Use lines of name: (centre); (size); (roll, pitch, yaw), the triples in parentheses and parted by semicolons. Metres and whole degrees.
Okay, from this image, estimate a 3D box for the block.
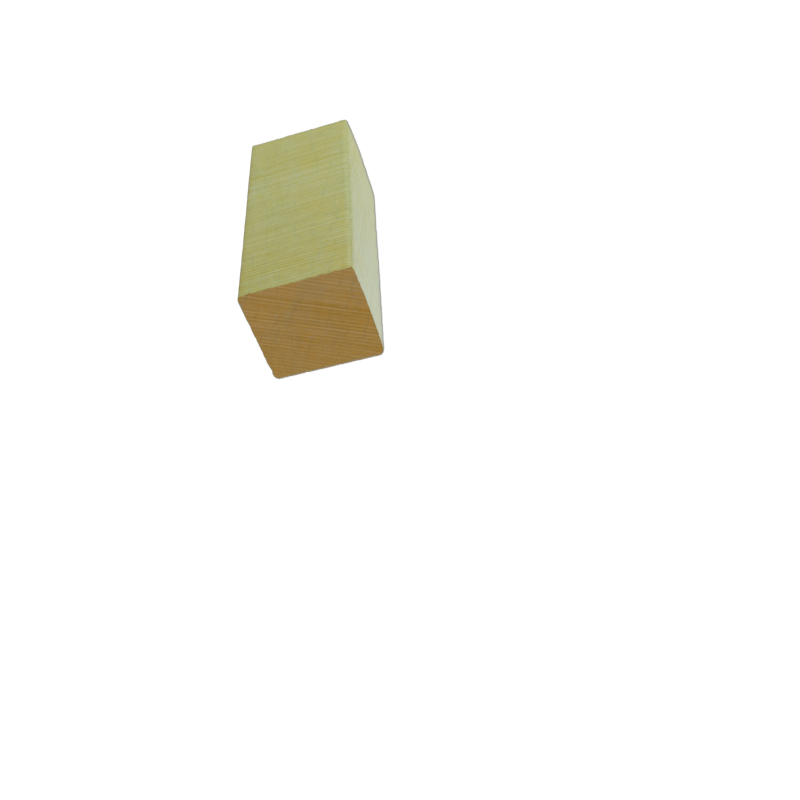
block: (-0.070, -0.128, 0.898); (0.091, 0.083, 0.221); (-14, 41, 9)
